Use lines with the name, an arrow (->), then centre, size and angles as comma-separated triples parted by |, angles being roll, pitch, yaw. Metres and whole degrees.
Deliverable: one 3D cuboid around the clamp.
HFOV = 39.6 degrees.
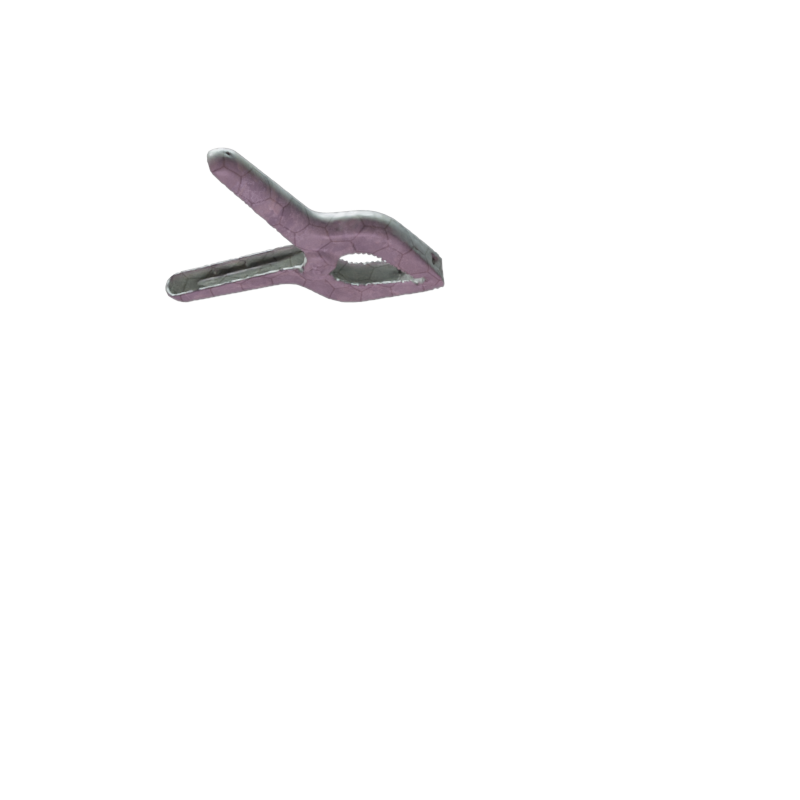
clamp -> -0.065, -0.118, 0.826 | 0.207, 0.039, 0.156 | 6, -34, -9
